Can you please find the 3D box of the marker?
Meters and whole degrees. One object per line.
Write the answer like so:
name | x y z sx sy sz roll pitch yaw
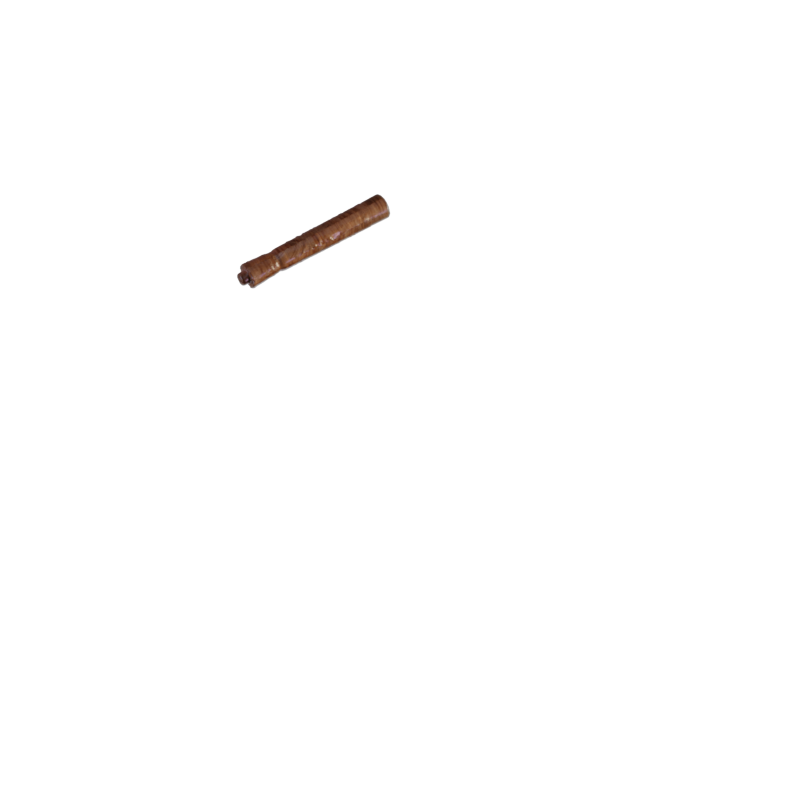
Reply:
marker | -0.061 -0.111 0.781 0.121 0.019 0.020 -31 16 -20
